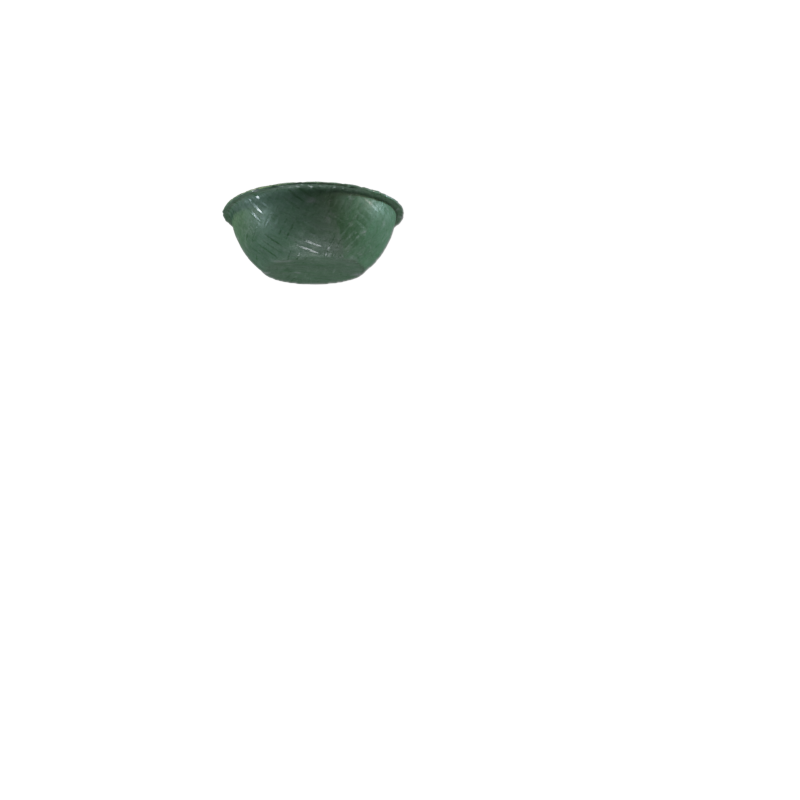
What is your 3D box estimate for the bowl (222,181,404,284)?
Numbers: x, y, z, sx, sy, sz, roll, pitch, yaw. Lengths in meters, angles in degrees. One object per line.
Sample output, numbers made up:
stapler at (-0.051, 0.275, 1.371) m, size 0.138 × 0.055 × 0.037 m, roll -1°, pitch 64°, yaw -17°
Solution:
bowl at (-0.077, -0.140, 0.983) m, size 0.162 × 0.057 × 0.157 m, roll 0°, pitch -11°, yaw -2°
